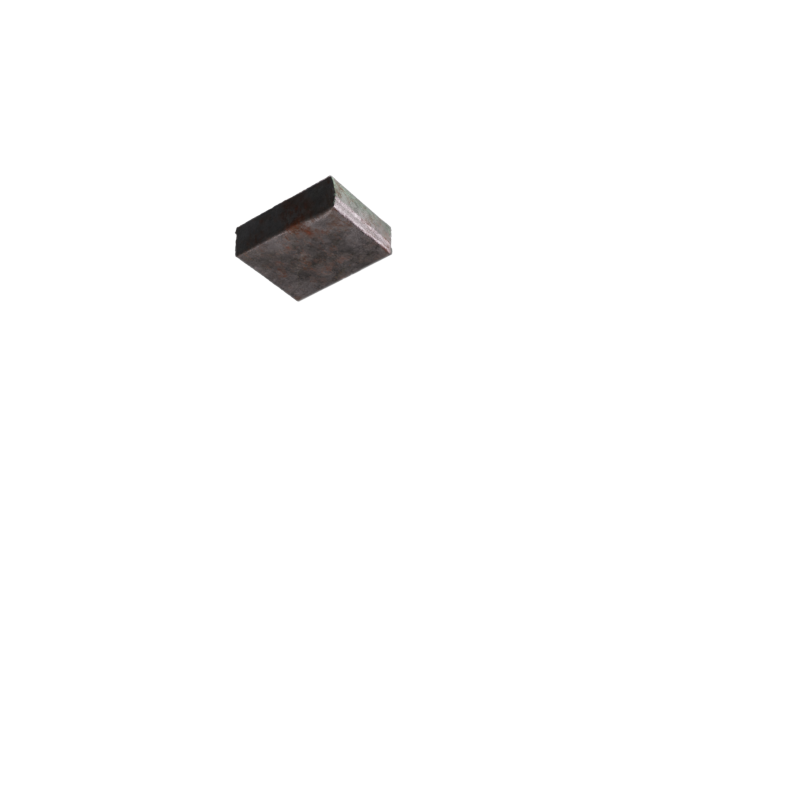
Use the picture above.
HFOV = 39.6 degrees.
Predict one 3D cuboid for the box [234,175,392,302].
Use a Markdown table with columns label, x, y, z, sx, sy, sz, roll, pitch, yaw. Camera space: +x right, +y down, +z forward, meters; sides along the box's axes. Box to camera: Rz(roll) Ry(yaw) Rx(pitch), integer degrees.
| label | x | y | z | sx | sy | sz | roll | pitch | yaw |
| --- | --- | --- | --- | --- | --- | --- | --- | --- | --- |
| box | -0.077 | -0.141 | 0.988 | 0.114 | 0.042 | 0.083 | -22 | -39 | 30 |
